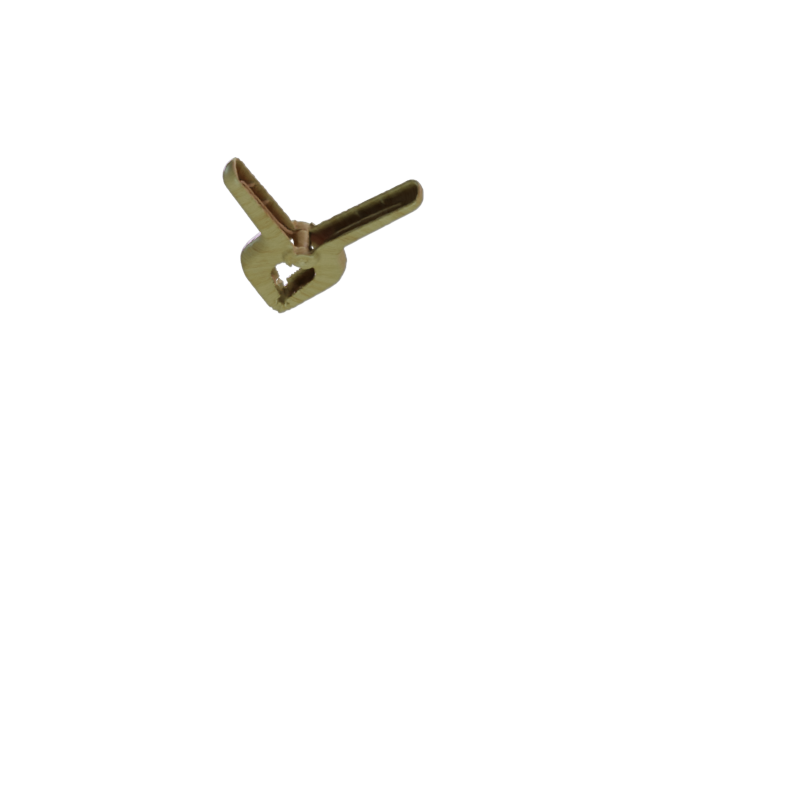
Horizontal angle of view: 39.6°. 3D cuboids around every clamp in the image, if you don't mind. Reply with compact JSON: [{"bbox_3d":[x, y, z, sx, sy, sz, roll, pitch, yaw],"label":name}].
[{"bbox_3d":[-0.075,-0.137,0.961,0.163,0.039,0.199,4,-27,-8],"label":"clamp"}]
